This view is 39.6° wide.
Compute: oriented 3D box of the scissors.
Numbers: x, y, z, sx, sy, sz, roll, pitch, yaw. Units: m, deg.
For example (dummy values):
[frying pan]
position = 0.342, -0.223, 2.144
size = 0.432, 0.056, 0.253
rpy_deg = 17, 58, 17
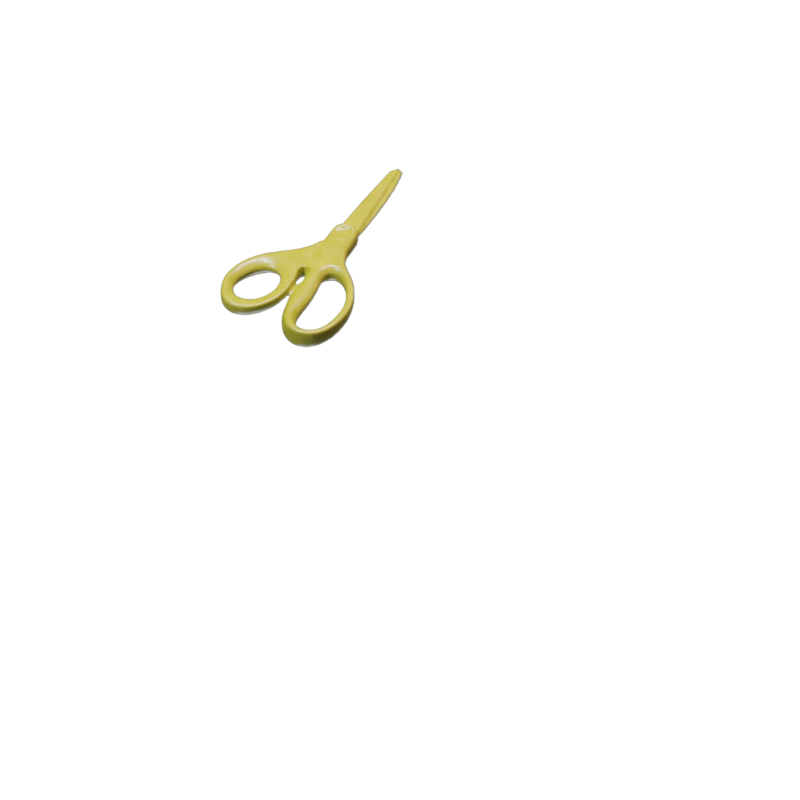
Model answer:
[scissors]
position = -0.059, -0.108, 0.759
size = 0.097, 0.015, 0.214
rpy_deg = 6, 42, 6
